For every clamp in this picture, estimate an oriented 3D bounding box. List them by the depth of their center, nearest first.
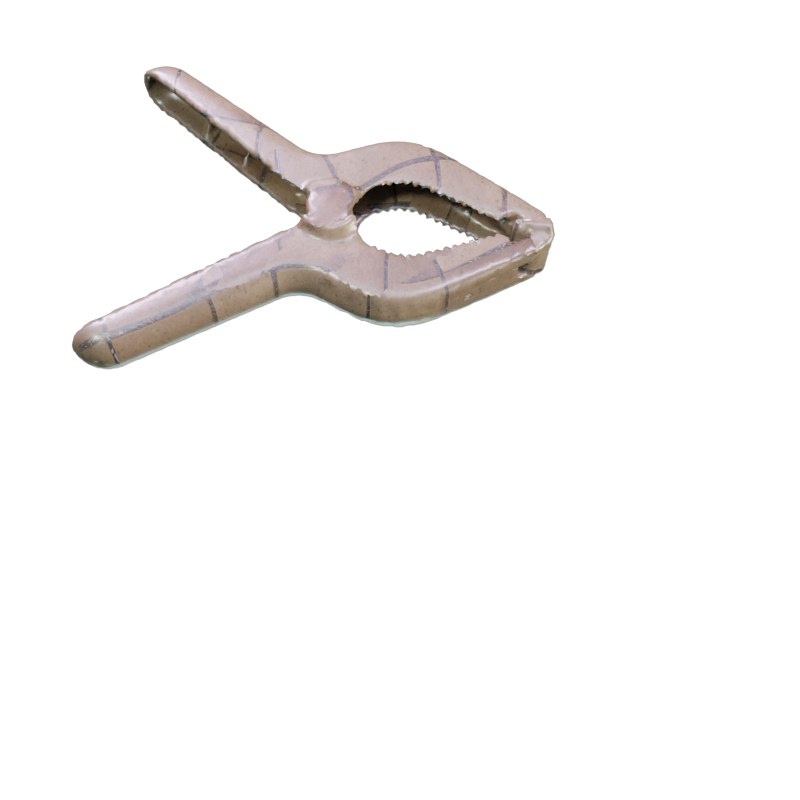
[{"bbox_3d":[-0.039,-0.072,0.503,0.212,0.173,0.034,11,-30,6],"label":"clamp"}]
